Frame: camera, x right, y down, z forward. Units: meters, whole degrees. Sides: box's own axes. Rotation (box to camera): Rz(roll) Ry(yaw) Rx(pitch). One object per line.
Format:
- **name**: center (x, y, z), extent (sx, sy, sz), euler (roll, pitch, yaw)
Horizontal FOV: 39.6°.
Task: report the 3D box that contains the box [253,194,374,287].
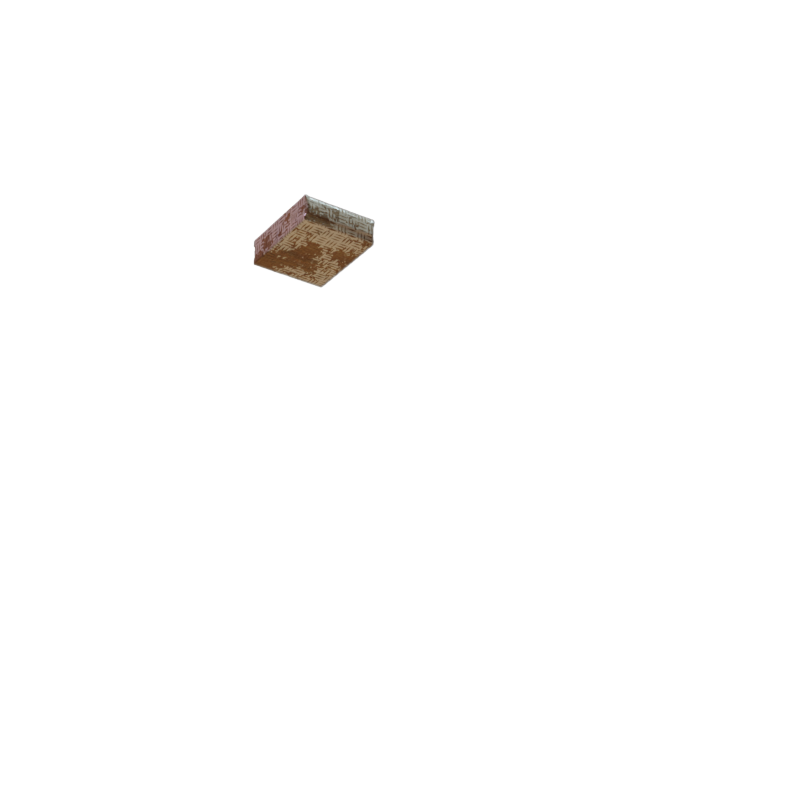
- **box**: center (-0.076, -0.140, 0.978), extent (0.070, 0.032, 0.088), euler (18, -33, -30)
